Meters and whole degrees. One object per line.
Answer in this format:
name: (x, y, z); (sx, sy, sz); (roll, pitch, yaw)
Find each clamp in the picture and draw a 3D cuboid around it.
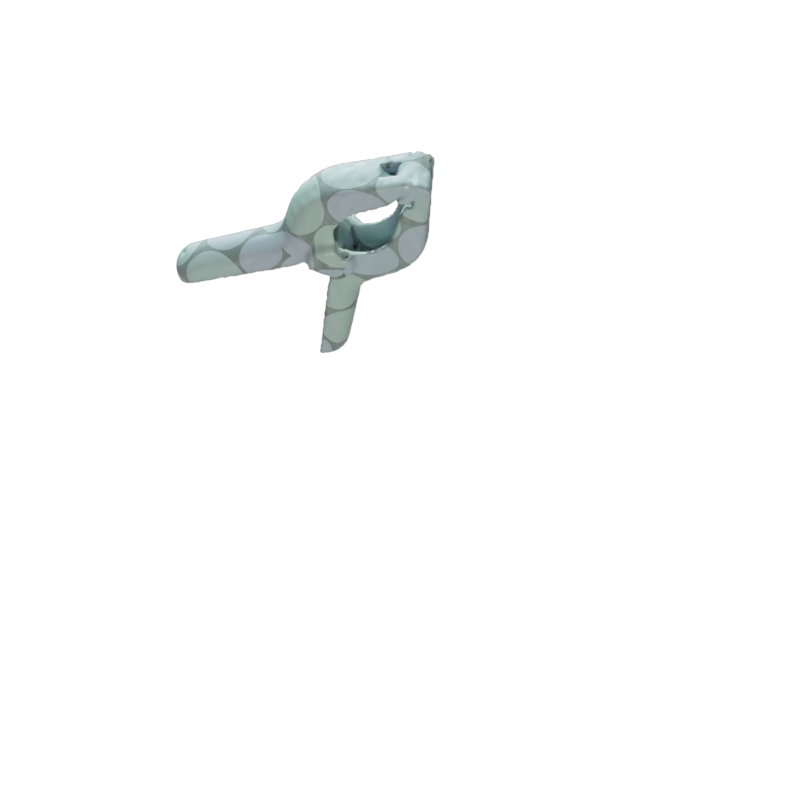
clamp: (-0.049, -0.090, 0.632); (0.115, 0.042, 0.167); (18, -39, -24)
